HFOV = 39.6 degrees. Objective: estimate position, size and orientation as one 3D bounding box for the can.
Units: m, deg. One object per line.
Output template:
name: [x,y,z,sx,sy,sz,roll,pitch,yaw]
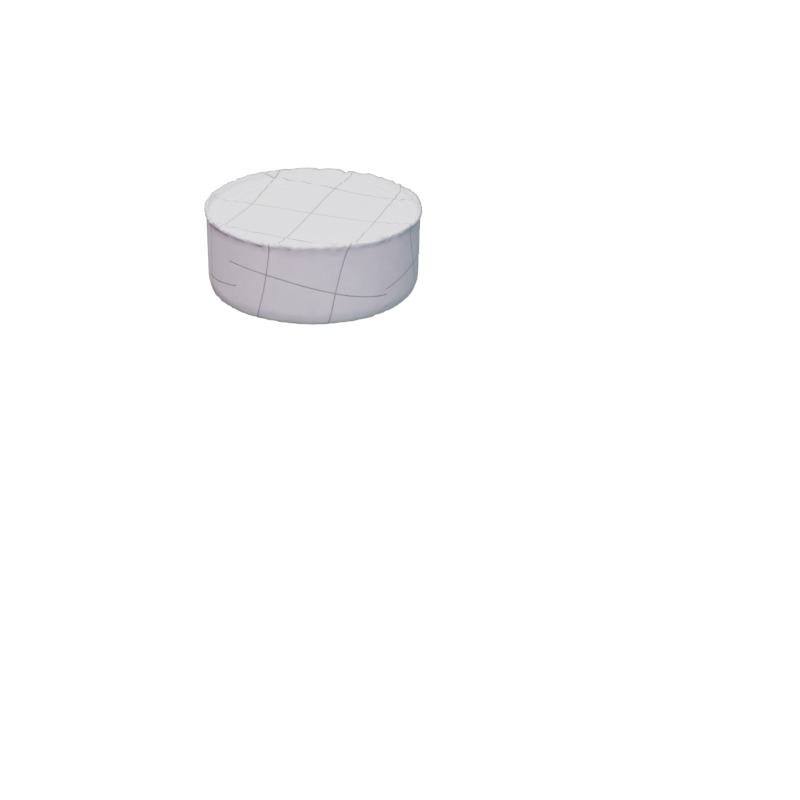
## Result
can: [-0.035,-0.063,0.442,0.086,0.032,0.091,-1,29,-2]
